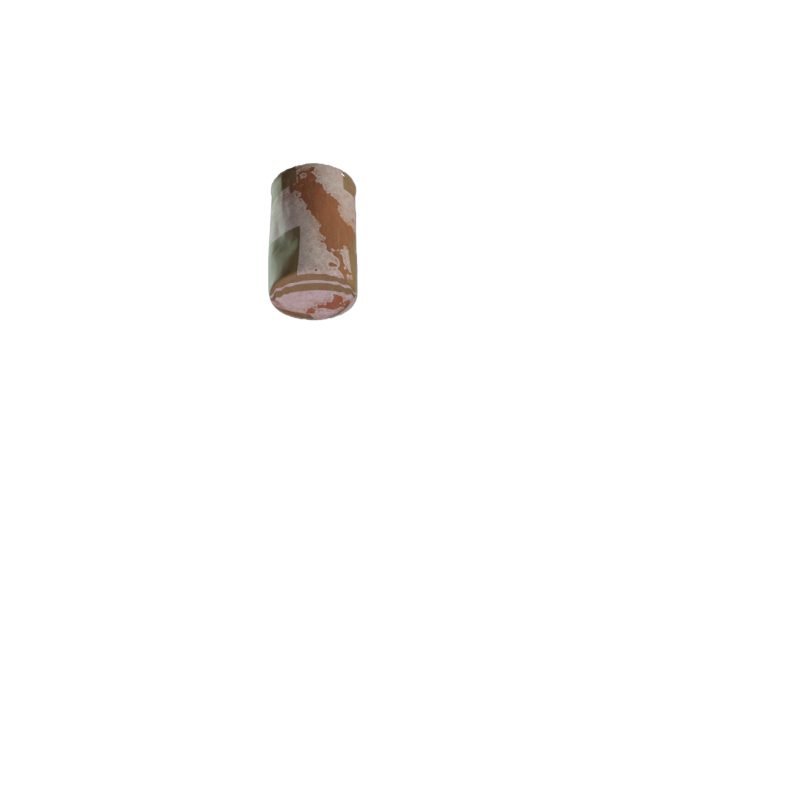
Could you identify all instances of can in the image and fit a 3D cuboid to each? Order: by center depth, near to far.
[{"bbox_3d":[-0.066,-0.121,0.848,0.068,0.109,0.064,-1,-33,-2],"label":"can"}]
